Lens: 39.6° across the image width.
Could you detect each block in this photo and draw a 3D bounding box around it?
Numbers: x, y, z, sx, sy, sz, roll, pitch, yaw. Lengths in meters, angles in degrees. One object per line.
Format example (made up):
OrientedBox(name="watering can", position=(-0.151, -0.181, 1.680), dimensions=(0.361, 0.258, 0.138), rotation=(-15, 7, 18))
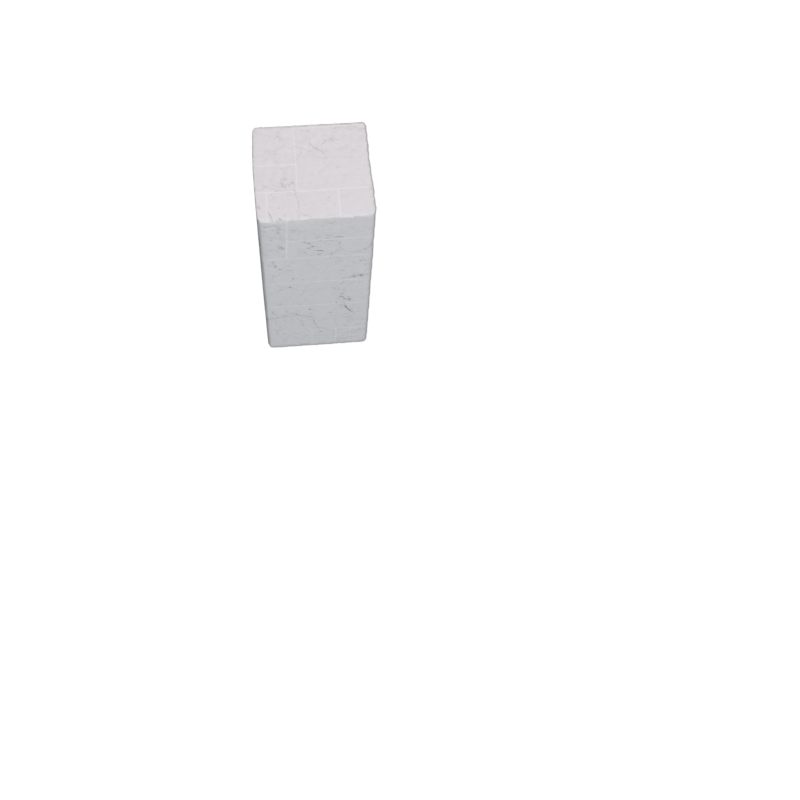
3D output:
OrientedBox(name="block", position=(-0.072, -0.131, 0.920), dimensions=(0.090, 0.096, 0.194), rotation=(-3, -26, -5))
